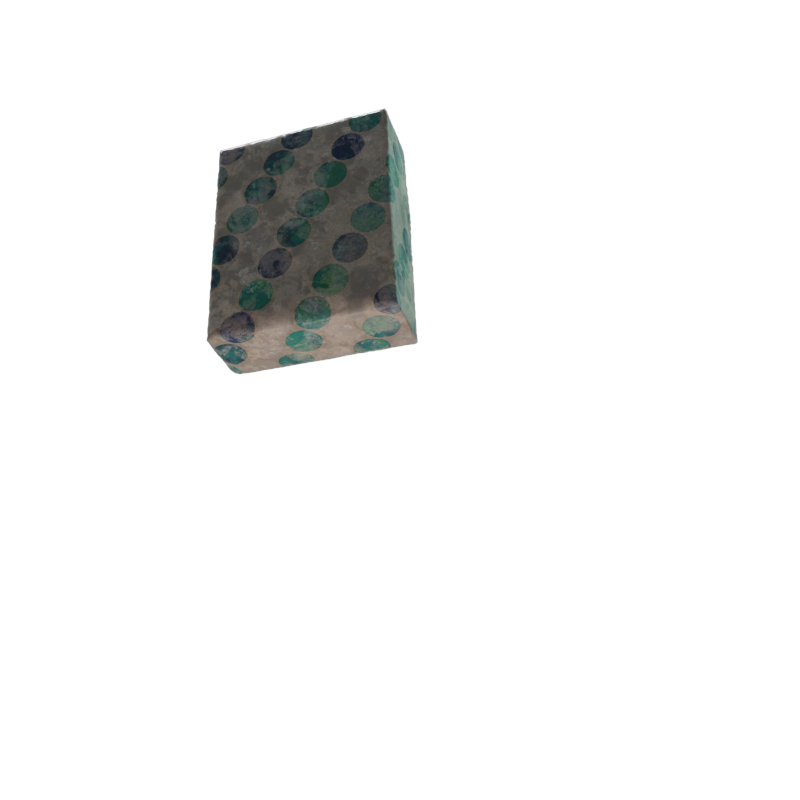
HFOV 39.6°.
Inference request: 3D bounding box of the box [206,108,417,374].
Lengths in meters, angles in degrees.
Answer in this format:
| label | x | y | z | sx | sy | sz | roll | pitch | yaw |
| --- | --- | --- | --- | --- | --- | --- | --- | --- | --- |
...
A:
| label | x | y | z | sx | sy | sz | roll | pitch | yaw |
| --- | --- | --- | --- | --- | --- | --- | --- | --- | --- |
| box | -0.075 | -0.138 | 0.964 | 0.166 | 0.229 | 0.066 | -12 | -36 | 14 |
